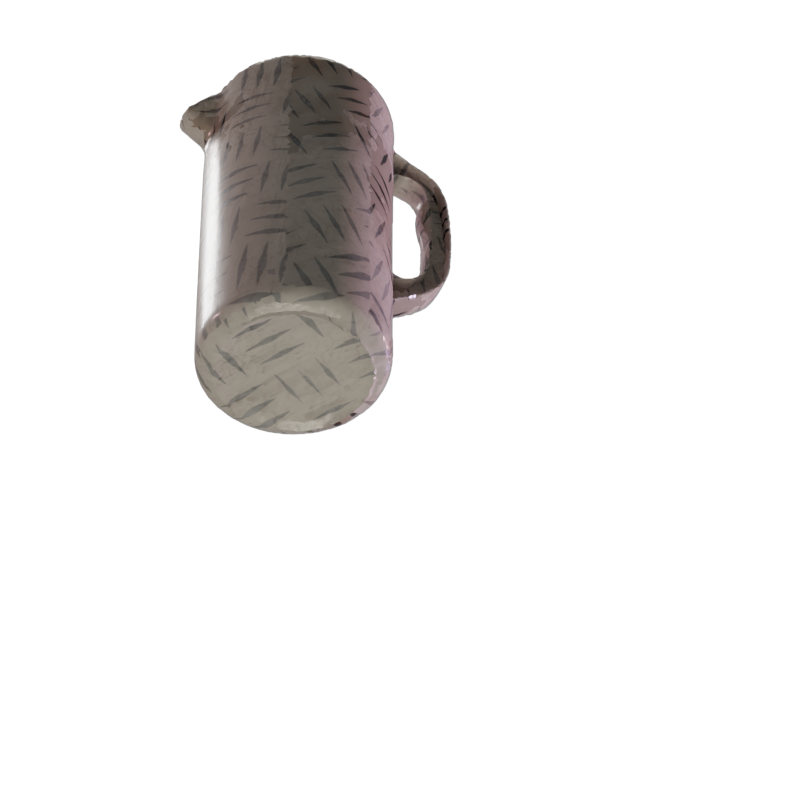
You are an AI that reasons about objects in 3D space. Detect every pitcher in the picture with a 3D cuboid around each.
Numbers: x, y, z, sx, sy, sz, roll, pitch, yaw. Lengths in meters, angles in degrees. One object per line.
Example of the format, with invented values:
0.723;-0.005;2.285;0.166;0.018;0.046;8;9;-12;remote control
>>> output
-0.054;-0.098;0.689;0.150;0.134;0.261;-18;41;13;pitcher
